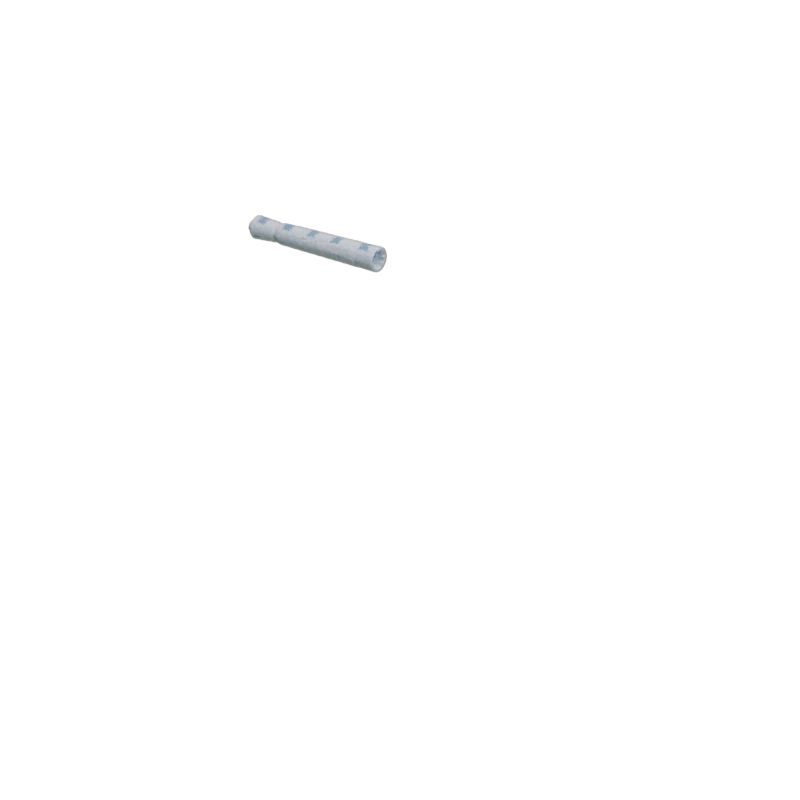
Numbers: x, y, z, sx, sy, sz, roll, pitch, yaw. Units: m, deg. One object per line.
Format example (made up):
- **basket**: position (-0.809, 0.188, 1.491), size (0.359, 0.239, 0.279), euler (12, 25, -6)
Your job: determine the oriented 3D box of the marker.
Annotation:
- **marker**: position (-0.064, -0.117, 0.820), size (0.128, 0.019, 0.019), euler (20, 14, 34)
